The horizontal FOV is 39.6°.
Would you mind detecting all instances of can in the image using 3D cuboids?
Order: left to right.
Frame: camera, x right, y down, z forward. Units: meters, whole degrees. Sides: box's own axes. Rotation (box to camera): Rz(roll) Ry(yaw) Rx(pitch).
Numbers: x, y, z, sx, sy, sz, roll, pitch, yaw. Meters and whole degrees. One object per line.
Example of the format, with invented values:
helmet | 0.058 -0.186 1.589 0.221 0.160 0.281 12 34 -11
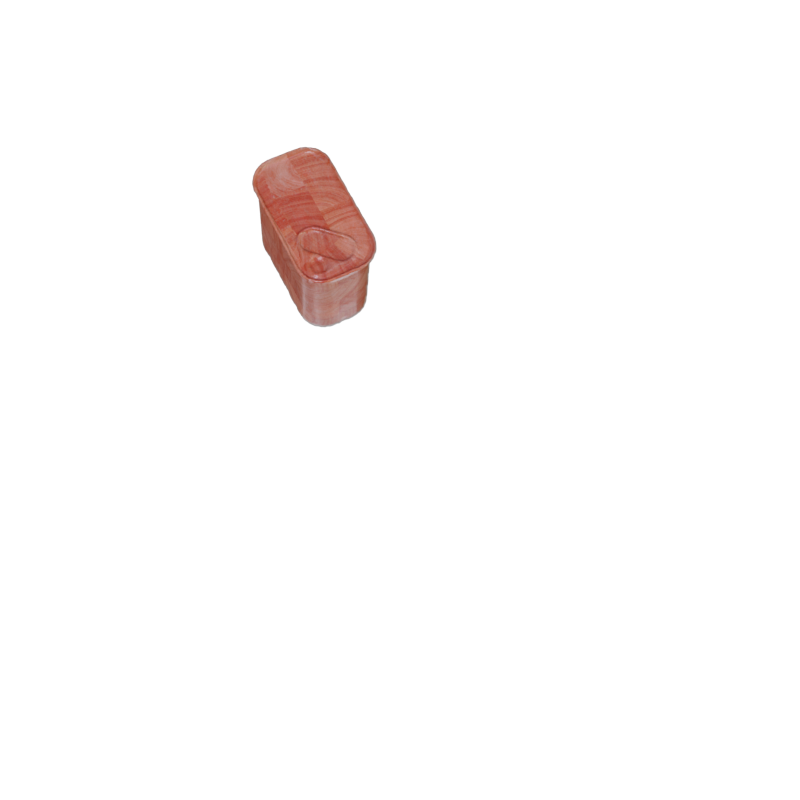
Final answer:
can | -0.060 -0.110 0.774 0.057 0.108 0.079 -24 -22 -12
